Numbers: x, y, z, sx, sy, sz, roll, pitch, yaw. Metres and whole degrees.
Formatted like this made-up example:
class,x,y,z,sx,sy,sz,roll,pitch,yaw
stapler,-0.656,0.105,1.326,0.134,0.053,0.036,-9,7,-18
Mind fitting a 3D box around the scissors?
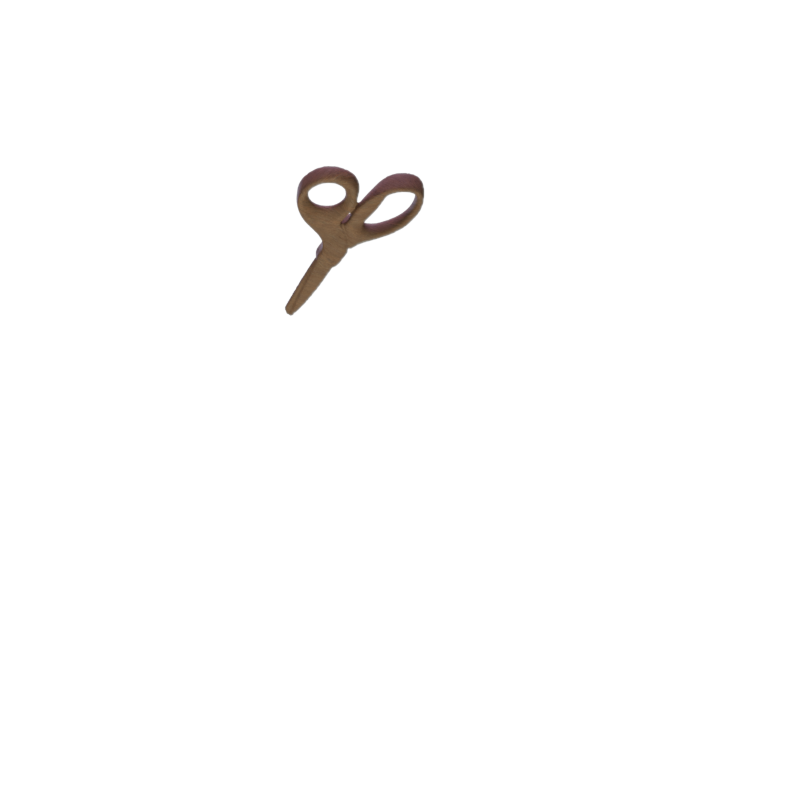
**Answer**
class,x,y,z,sx,sy,sz,roll,pitch,yaw
scissors,-0.064,-0.117,0.816,0.091,0.017,0.200,20,-33,-34
